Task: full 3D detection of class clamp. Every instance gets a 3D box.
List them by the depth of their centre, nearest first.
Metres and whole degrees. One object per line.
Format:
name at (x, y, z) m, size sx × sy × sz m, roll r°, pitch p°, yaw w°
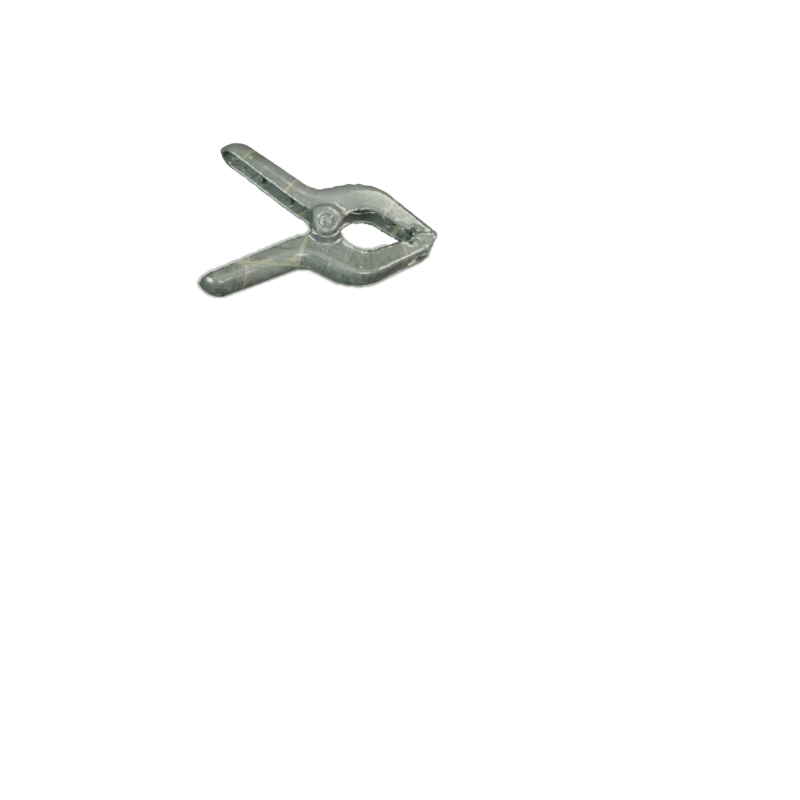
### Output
clamp at (-0.063, -0.115, 0.805) m, size 0.173 × 0.124 × 0.038 m, roll 14°, pitch -16°, yaw 4°
